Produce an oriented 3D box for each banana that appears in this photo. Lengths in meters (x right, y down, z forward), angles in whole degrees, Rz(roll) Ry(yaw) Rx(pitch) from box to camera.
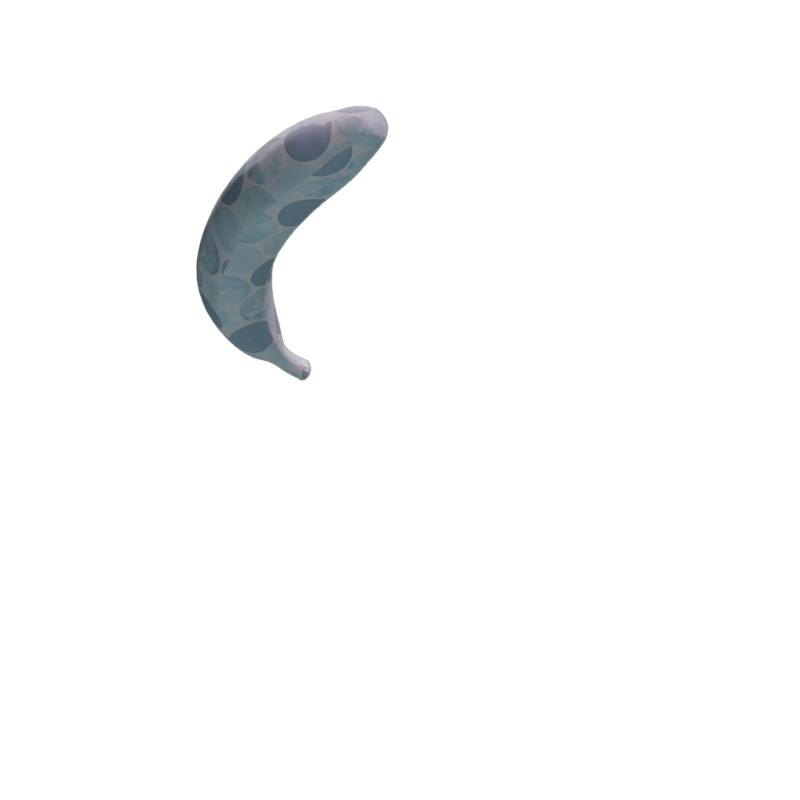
[{"bbox_3d":[-0.060,-0.075,0.527,0.068,0.039,0.188,7,-33,-12],"label":"banana"}]
